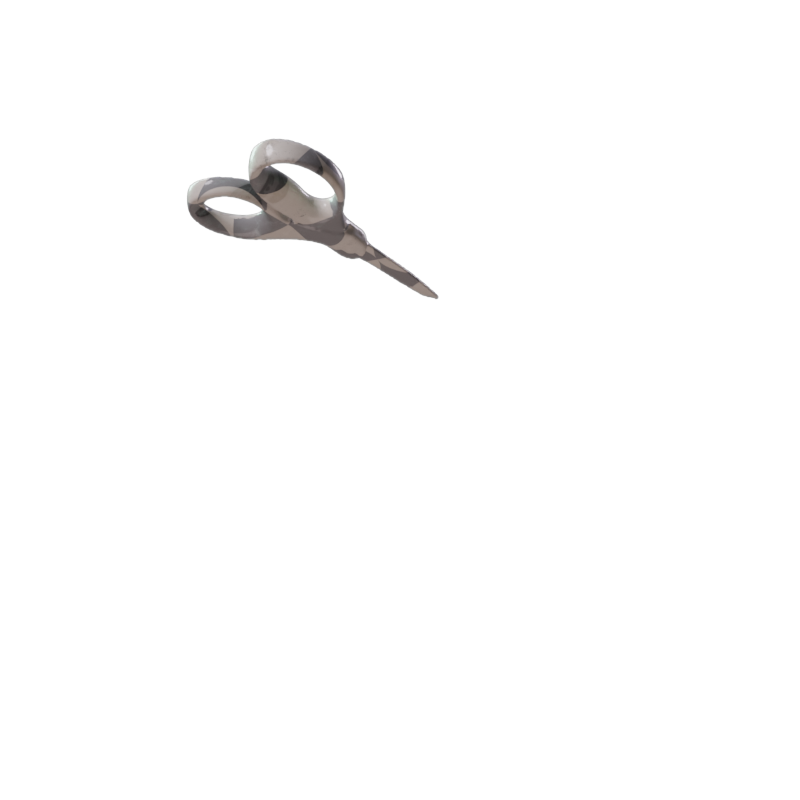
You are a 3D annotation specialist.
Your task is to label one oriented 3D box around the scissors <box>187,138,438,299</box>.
[{"bbox_3d":[-0.050,-0.092,0.644,0.098,0.017,0.188,-7,-22,17],"label":"scissors"}]
